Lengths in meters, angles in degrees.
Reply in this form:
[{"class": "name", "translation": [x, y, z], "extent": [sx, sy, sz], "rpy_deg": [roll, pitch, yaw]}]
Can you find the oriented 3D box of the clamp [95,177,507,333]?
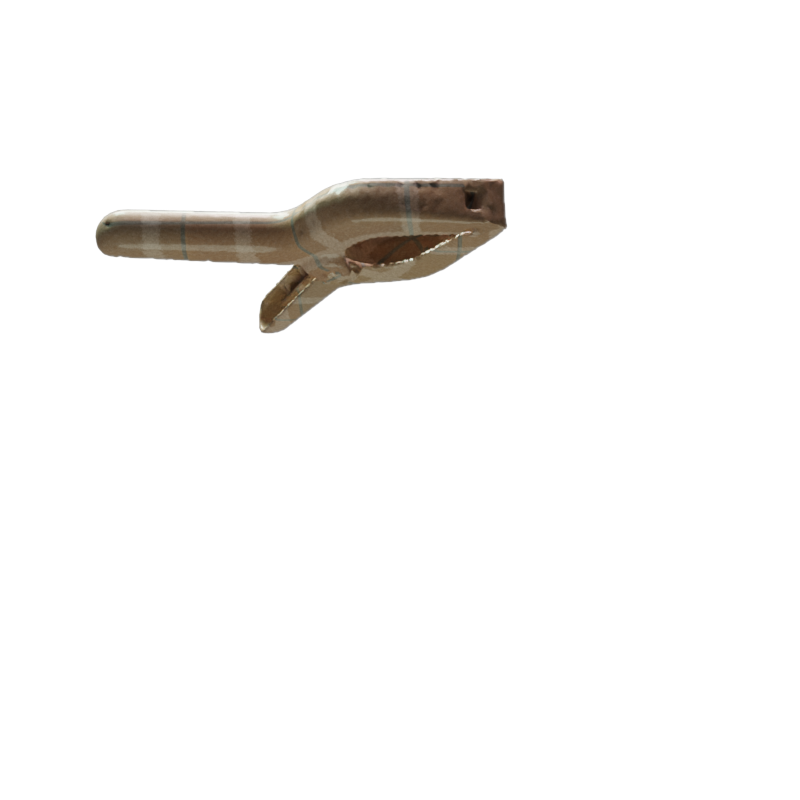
[{"class": "clamp", "translation": [-0.047, -0.085, 0.597], "extent": [0.214, 0.038, 0.154], "rpy_deg": [-12, -20, 35]}]
